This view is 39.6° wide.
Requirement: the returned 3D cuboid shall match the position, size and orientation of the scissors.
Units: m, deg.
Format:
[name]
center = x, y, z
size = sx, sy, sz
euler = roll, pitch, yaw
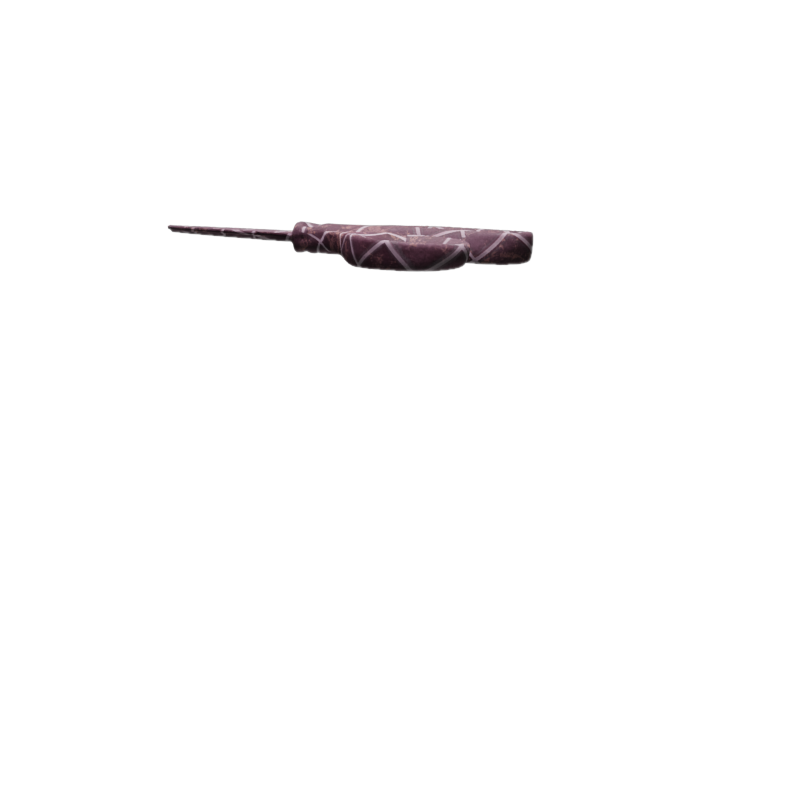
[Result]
[scissors]
center = -0.041, -0.075, 0.525
size = 0.207, 0.015, 0.096
euler = 5, 13, 19
